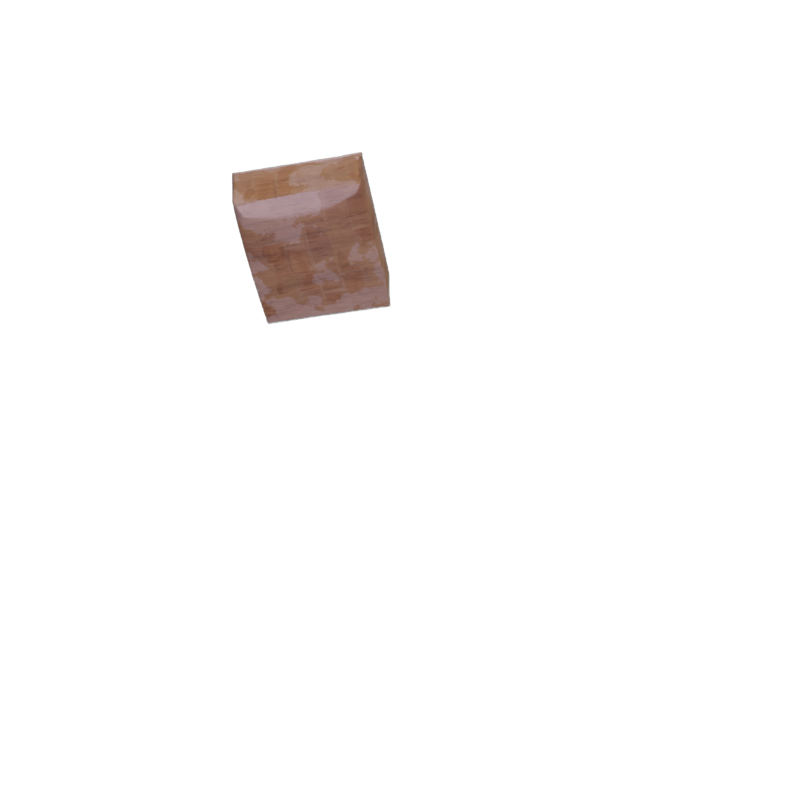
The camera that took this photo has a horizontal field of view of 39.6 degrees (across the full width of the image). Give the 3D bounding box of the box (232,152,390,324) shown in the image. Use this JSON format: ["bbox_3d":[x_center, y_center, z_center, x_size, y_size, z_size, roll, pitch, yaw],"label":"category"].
[{"bbox_3d":[-0.059,-0.108,0.753,0.090,0.105,0.042,-8,43,7],"label":"box"}]
